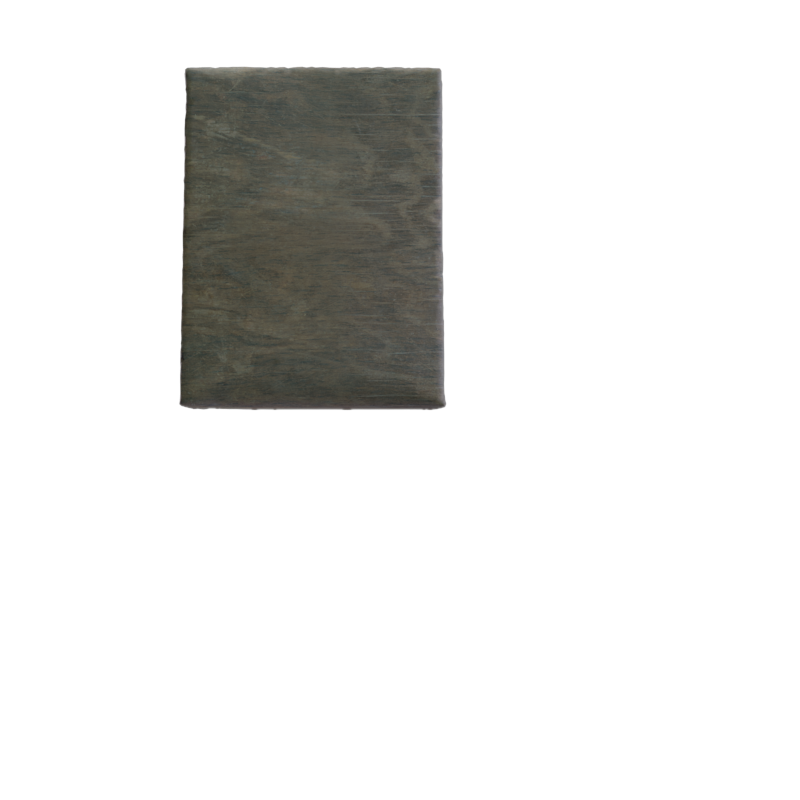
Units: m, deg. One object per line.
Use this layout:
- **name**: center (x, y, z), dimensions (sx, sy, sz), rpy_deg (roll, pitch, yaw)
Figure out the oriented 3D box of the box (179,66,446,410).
- **box**: center (-0.056, -0.102, 0.713), dimensions (0.164, 0.218, 0.071), rpy_deg (0, -7, -2)
